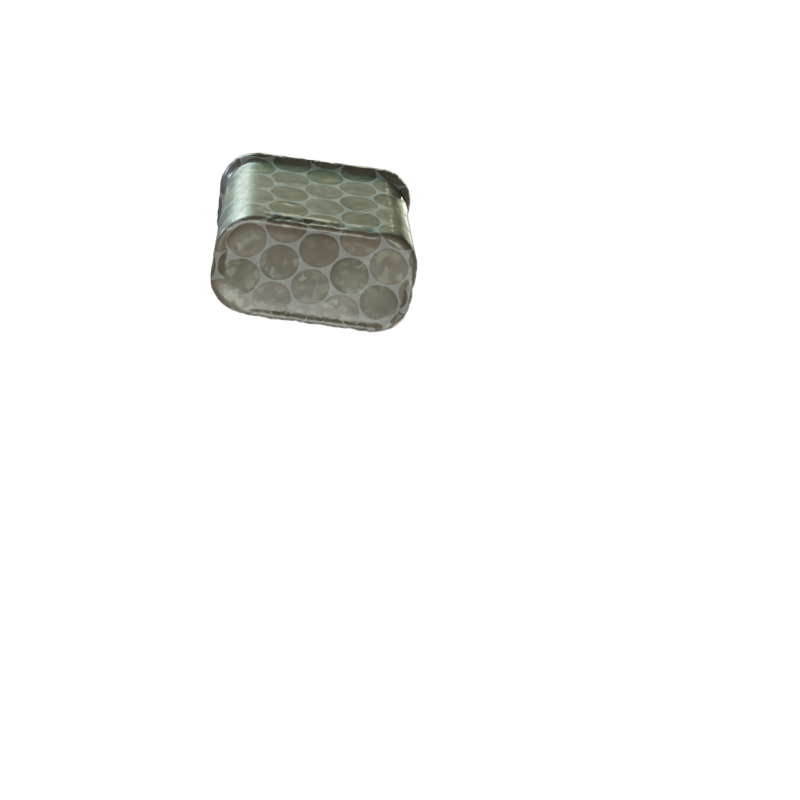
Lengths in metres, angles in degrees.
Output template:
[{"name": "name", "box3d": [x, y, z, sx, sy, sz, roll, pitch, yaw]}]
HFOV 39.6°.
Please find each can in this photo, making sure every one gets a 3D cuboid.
[{"name": "can", "box3d": [-0.044, -0.080, 0.557, 0.101, 0.055, 0.089, 7, 29, -5]}]
